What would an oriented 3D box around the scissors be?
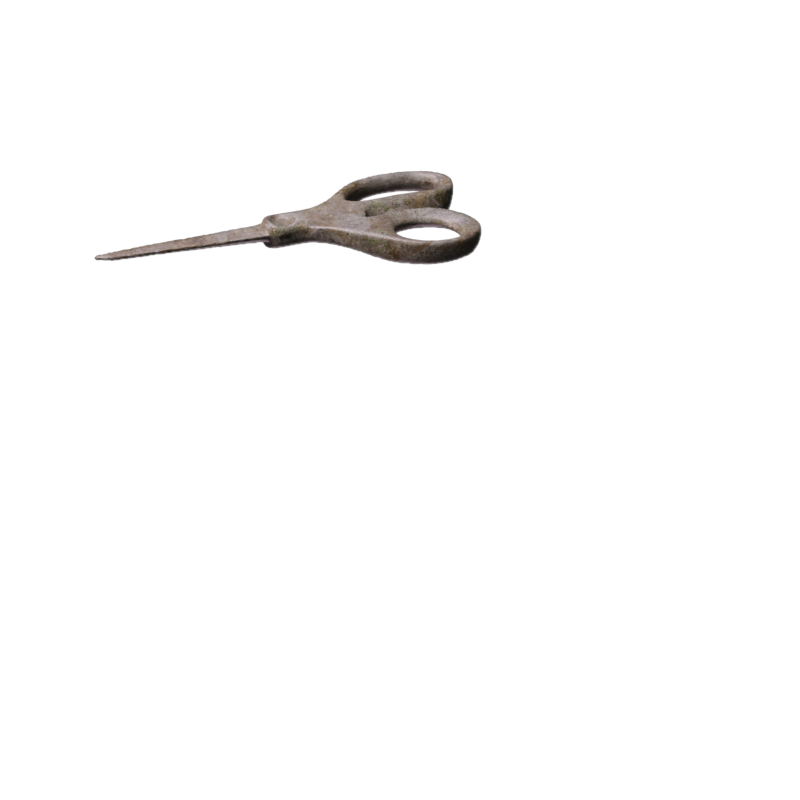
[{"bbox_3d":[-0.045,-0.081,0.569,0.199,0.015,0.103,-23,40,-30],"label":"scissors"}]
